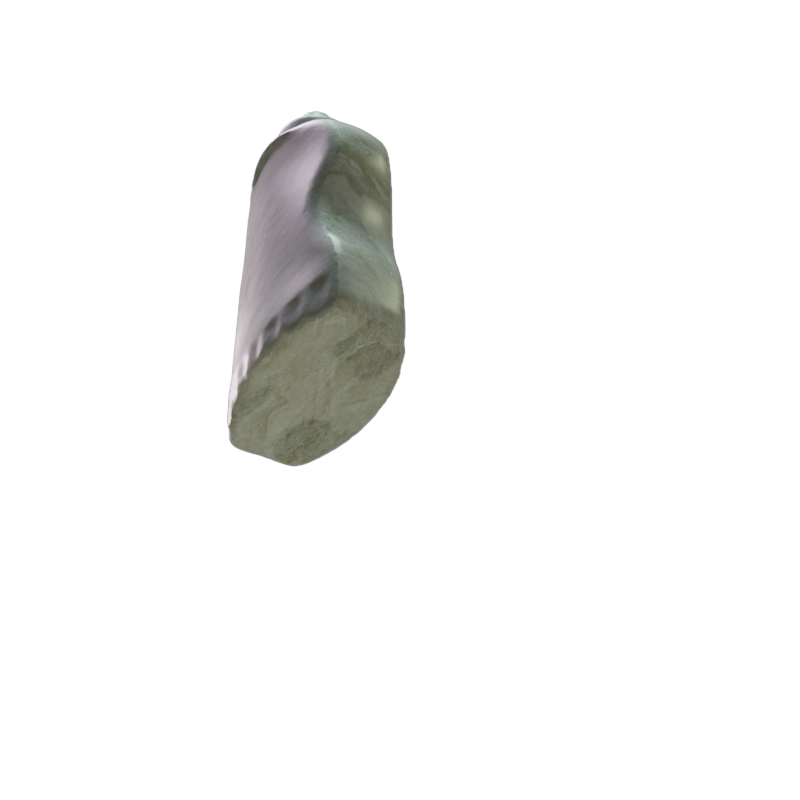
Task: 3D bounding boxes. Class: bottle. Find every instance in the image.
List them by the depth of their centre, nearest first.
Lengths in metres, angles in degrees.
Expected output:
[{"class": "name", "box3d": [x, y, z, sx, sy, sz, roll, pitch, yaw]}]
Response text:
[{"class": "bottle", "box3d": [-0.039, -0.072, 0.505, 0.056, 0.206, 0.093, 20, -50, -22]}]
